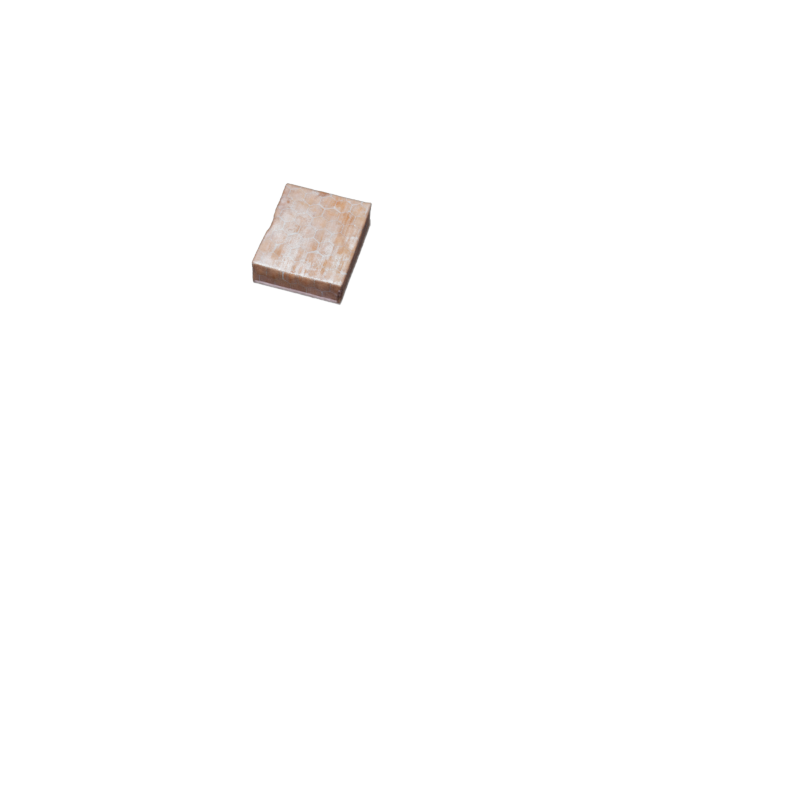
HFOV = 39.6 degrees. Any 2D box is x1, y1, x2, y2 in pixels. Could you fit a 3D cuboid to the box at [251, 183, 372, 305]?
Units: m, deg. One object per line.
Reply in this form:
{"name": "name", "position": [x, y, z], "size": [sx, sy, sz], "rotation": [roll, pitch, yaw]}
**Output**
{"name": "box", "position": [-0.069, -0.125, 0.876], "size": [0.074, 0.094, 0.028], "rotation": [14, -34, 9]}
